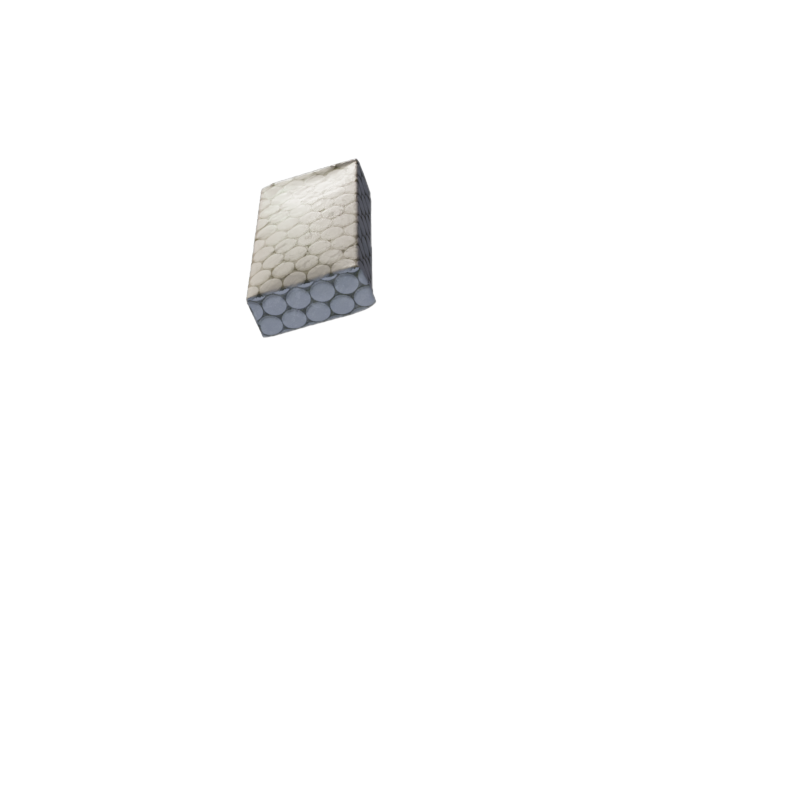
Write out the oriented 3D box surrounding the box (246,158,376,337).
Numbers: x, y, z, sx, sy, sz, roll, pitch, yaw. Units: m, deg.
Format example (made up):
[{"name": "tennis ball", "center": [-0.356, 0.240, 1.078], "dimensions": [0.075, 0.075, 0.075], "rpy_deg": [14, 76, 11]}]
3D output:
[{"name": "box", "center": [-0.071, -0.129, 0.902], "dimensions": [0.094, 0.044, 0.189], "rpy_deg": [-16, 38, 9]}]
